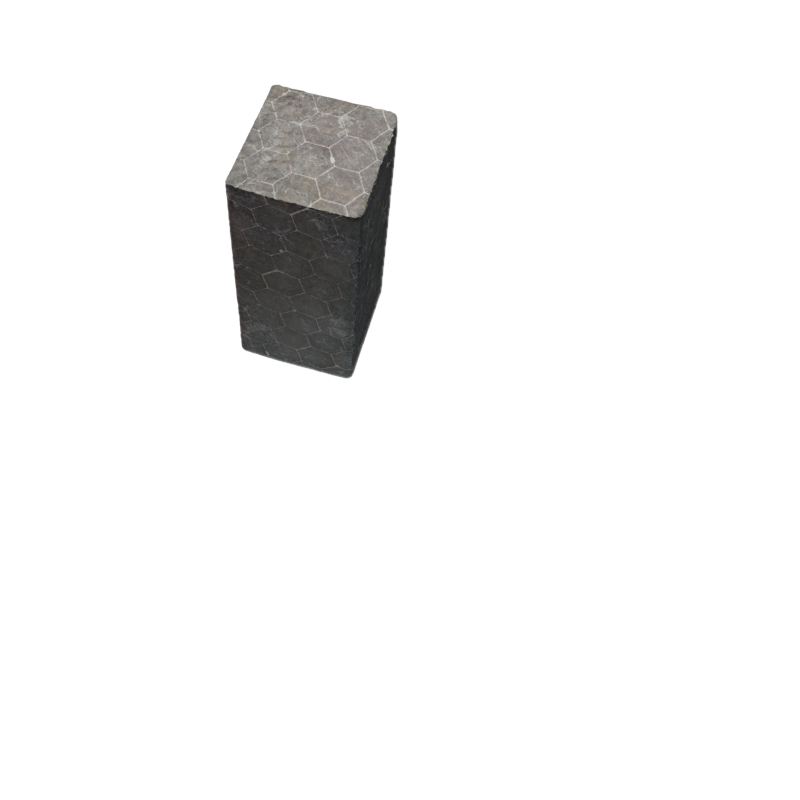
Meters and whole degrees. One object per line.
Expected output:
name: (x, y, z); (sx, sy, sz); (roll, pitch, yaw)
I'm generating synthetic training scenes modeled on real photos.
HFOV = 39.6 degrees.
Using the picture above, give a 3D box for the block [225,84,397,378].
block: (-0.060, -0.111, 0.779); (0.092, 0.095, 0.193); (16, -30, 6)
